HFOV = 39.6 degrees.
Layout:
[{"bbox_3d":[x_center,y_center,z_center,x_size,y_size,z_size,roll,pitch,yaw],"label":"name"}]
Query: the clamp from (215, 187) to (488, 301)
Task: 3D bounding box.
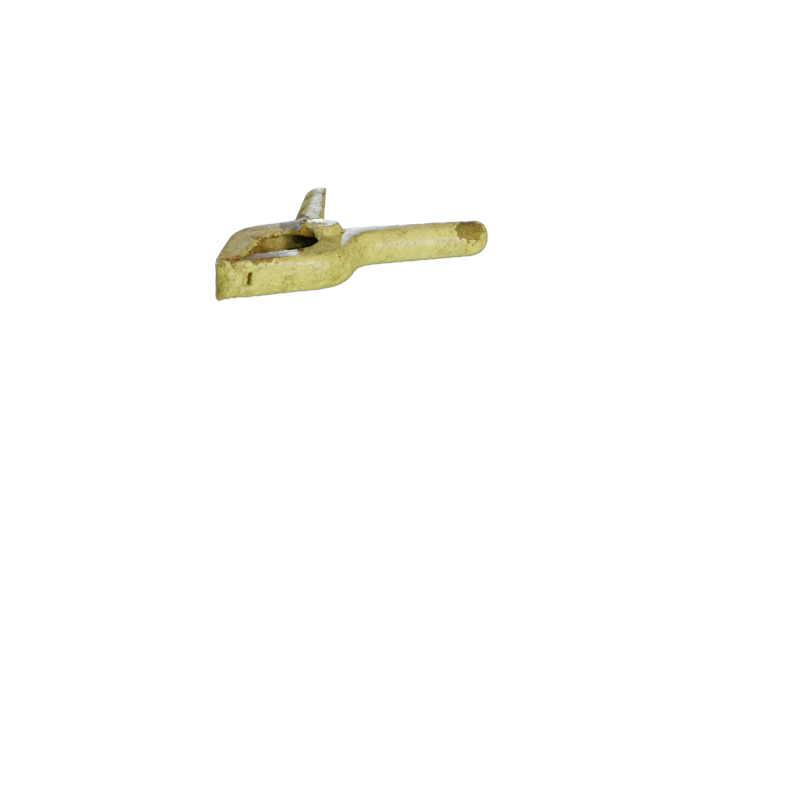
[{"bbox_3d":[-0.062,-0.114,0.797,0.175,0.035,0.207,21,31,39],"label":"clamp"}]
